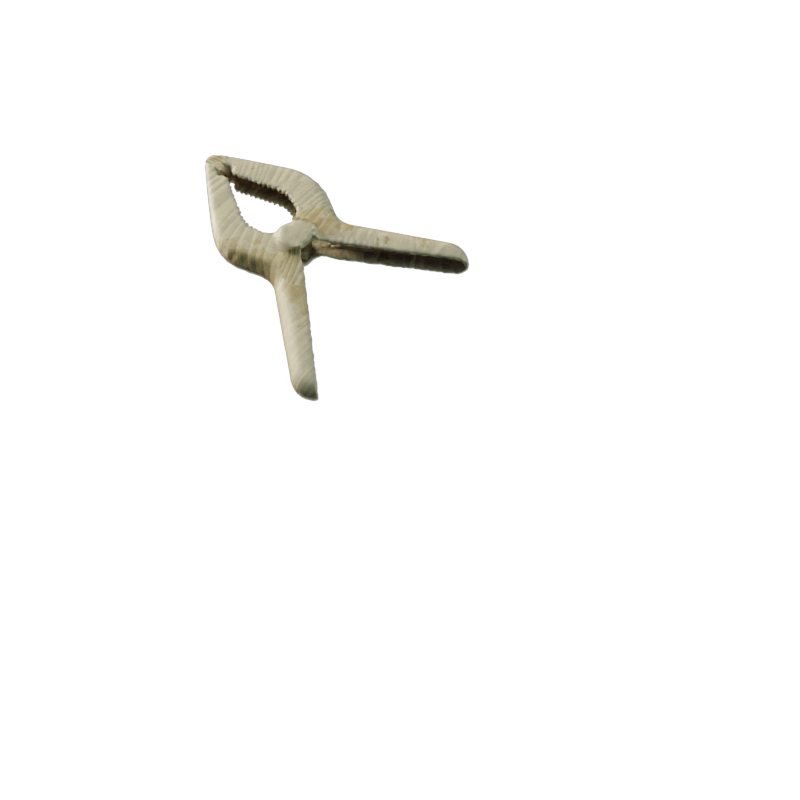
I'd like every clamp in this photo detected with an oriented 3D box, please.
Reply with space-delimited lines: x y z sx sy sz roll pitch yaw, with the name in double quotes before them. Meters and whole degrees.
"clamp" -0.065 -0.118 0.829 0.165 0.223 0.034 -33 -26 -18
